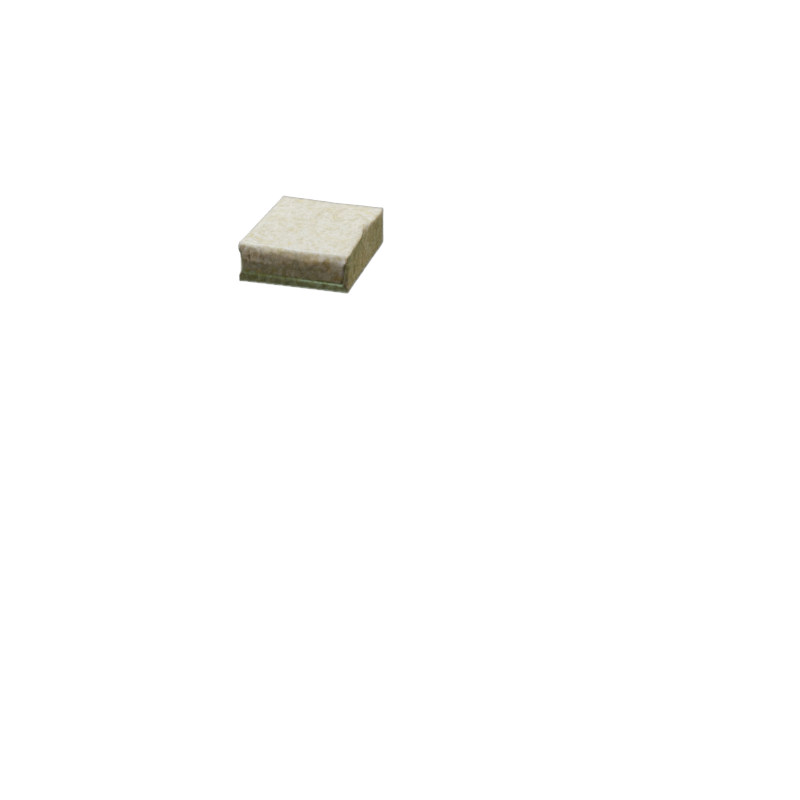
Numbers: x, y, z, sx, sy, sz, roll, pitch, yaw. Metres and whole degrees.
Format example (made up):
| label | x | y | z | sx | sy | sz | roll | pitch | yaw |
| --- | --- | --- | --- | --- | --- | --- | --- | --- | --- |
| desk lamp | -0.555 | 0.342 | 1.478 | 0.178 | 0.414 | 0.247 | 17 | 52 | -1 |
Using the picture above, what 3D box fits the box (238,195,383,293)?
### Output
| label | x | y | z | sx | sy | sz | roll | pitch | yaw |
| --- | --- | --- | --- | --- | --- | --- | --- | --- | --- |
| box | -0.057 | -0.103 | 0.724 | 0.075 | 0.028 | 0.092 | 8 | 30 | 14 |
